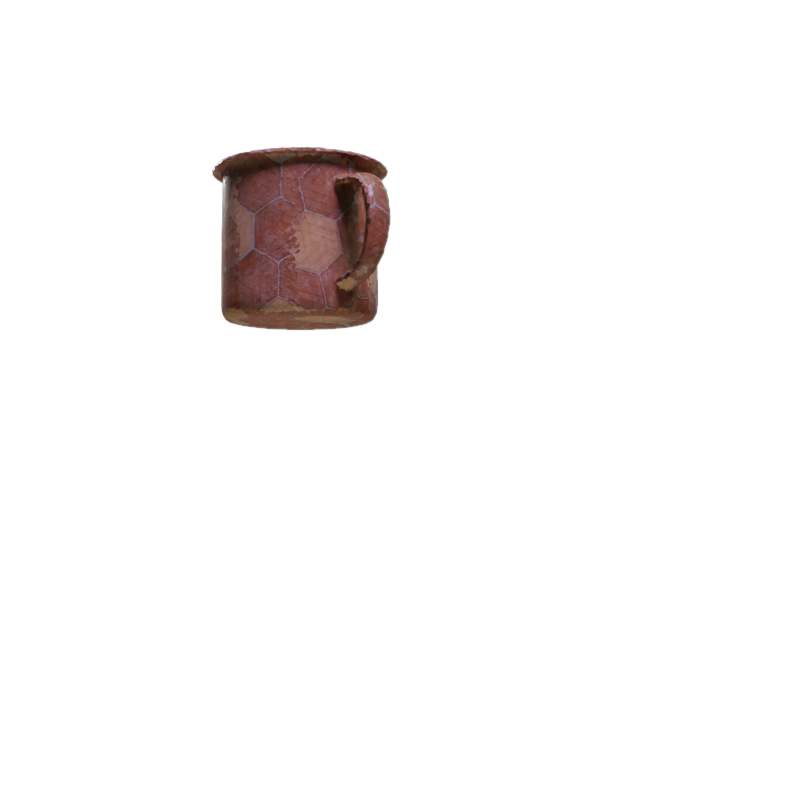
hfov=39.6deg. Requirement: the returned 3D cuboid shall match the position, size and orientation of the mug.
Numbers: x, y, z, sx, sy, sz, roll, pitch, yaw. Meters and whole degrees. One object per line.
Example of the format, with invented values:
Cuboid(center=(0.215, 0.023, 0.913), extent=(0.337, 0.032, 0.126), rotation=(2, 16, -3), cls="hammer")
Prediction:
Cuboid(center=(-0.045, -0.082, 0.572), extent=(0.089, 0.083, 0.120), rotation=(5, -8, -39), cls="mug")
